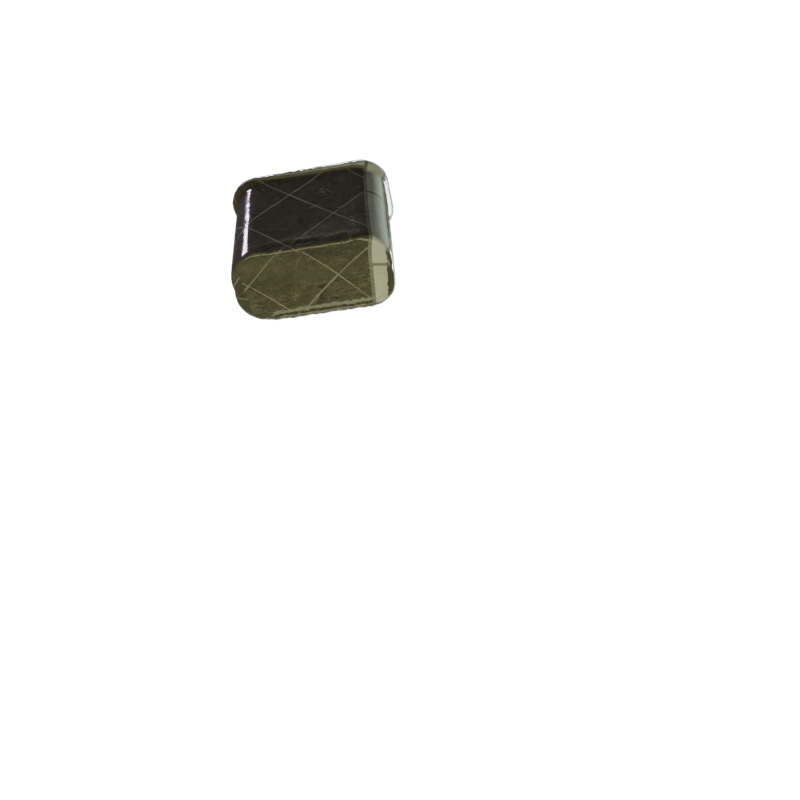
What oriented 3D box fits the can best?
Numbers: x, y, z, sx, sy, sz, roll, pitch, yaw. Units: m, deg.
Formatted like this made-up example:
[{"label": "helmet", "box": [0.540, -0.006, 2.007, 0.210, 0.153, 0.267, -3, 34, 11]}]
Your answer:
[{"label": "can", "box": [-0.054, -0.098, 0.687, 0.102, 0.053, 0.090, -9, 39, 5]}]
